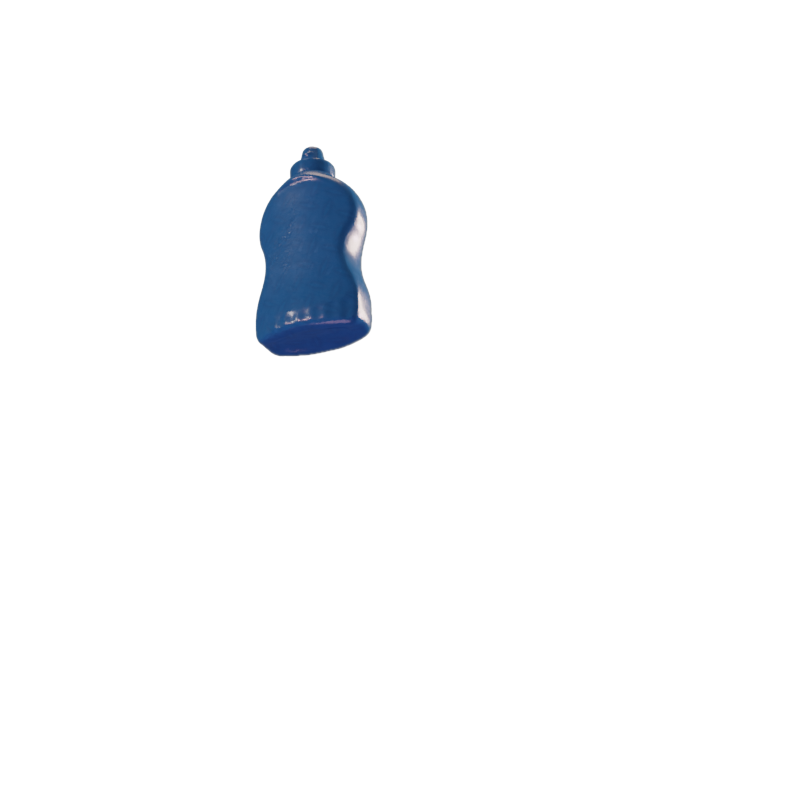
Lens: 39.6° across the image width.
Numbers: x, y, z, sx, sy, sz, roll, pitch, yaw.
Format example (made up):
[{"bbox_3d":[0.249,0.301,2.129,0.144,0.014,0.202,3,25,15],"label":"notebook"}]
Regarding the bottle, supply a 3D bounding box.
[{"bbox_3d":[-0.075,-0.137,0.960,0.097,0.204,0.054,-15,-32,22],"label":"bottle"}]
